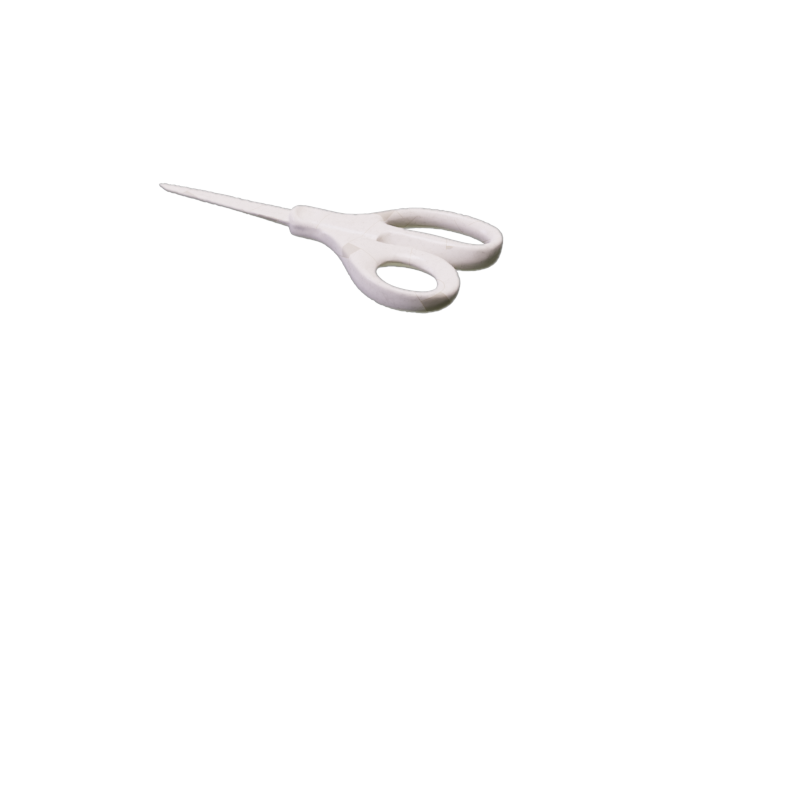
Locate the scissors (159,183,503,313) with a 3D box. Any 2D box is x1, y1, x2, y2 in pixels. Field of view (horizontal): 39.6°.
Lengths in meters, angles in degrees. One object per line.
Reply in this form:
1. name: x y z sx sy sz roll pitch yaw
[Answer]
1. scissors: -0.047 -0.086 0.601 0.204 0.015 0.101 6 37 8
